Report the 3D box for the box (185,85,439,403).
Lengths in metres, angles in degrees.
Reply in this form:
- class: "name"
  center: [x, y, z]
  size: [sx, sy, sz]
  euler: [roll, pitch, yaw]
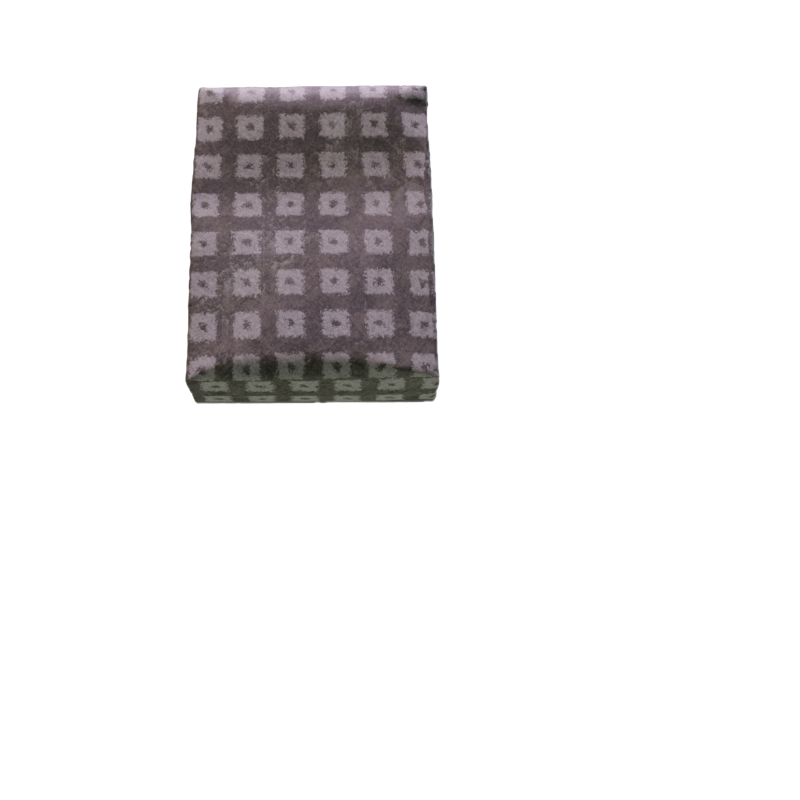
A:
- class: "box"
  center: [-0.059, -0.108, 0.757]
  size: [0.164, 0.224, 0.068]
  euler: [-1, -19, 0]
